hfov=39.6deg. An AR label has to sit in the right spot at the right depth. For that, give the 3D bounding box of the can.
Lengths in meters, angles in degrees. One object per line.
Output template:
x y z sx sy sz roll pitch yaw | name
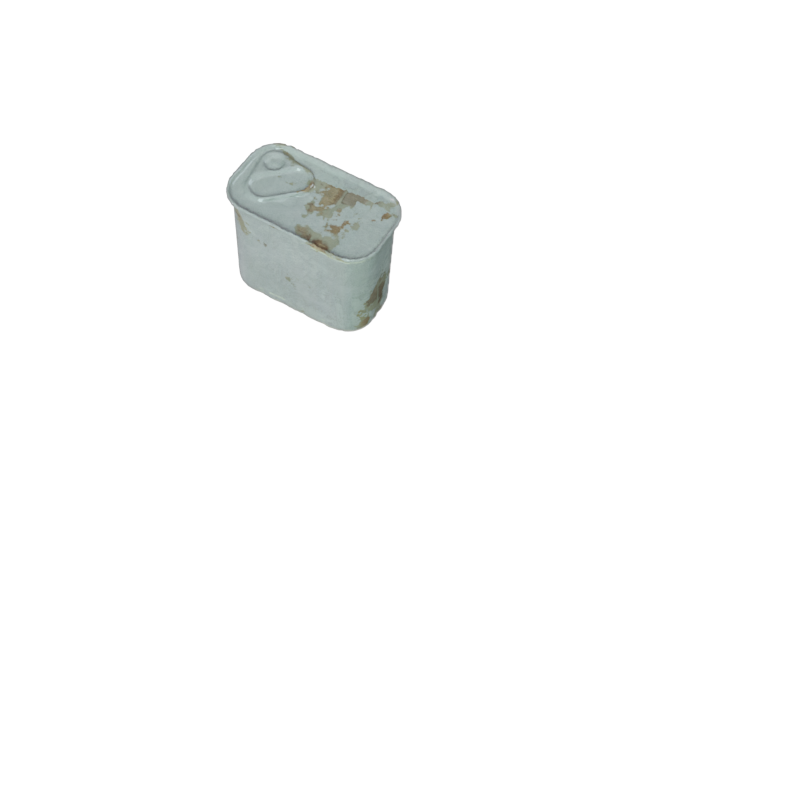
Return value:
-0.053 -0.097 0.676 0.106 0.059 0.078 28 -29 16 | can
